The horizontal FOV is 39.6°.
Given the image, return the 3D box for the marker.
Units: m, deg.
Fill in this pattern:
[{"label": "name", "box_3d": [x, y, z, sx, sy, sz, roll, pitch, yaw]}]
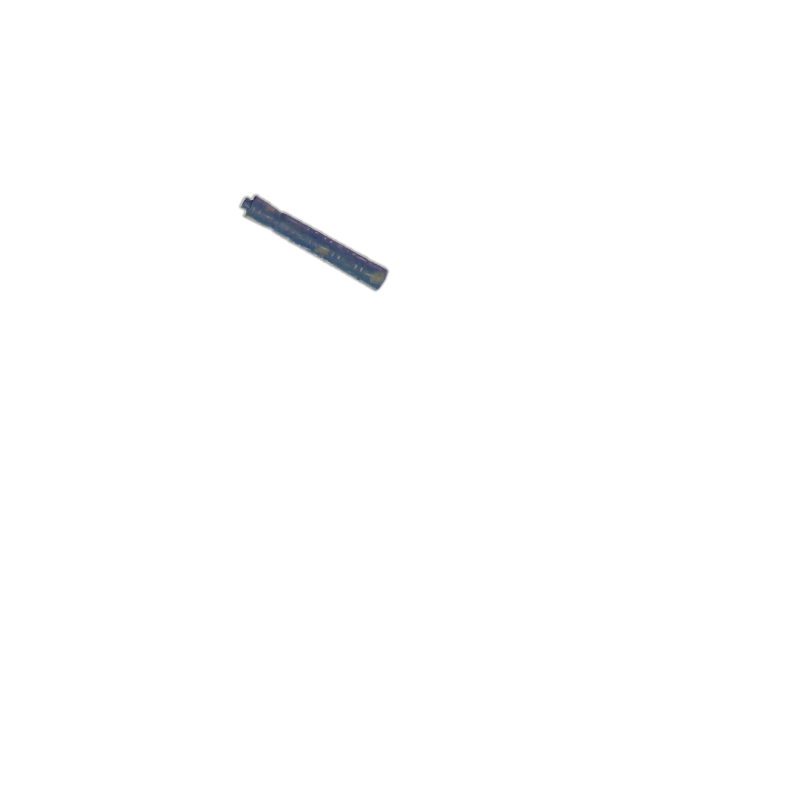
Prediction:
[{"label": "marker", "box_3d": [-0.065, -0.118, 0.828, 0.118, 0.020, 0.020, 29, -2, -9]}]
